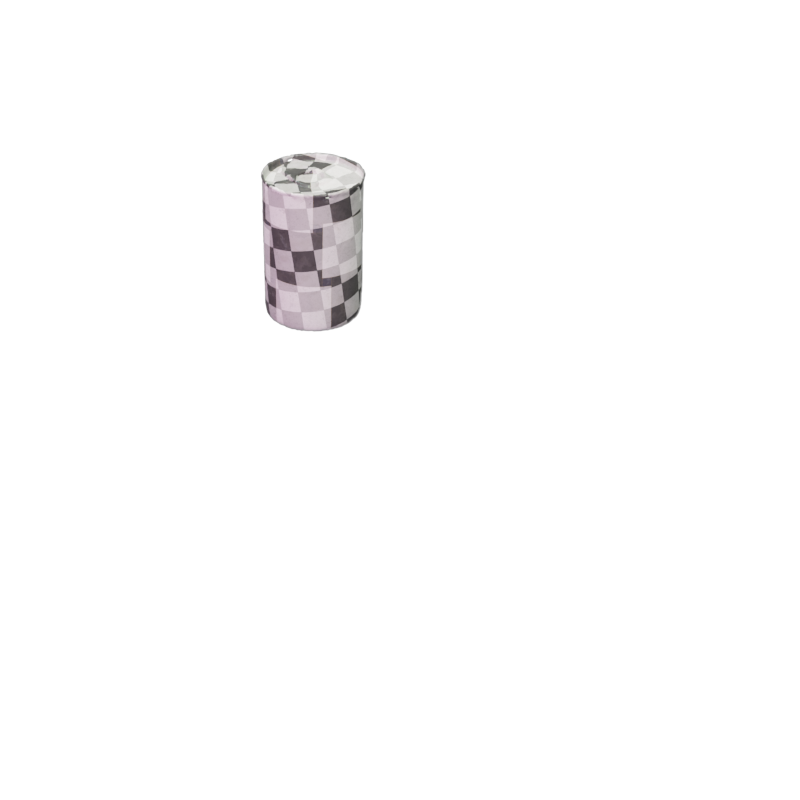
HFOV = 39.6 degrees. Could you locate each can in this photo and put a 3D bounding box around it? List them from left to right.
[{"bbox_3d":[-0.058,-0.106,0.743,0.068,0.096,0.073,0,31,-3],"label":"can"}]
